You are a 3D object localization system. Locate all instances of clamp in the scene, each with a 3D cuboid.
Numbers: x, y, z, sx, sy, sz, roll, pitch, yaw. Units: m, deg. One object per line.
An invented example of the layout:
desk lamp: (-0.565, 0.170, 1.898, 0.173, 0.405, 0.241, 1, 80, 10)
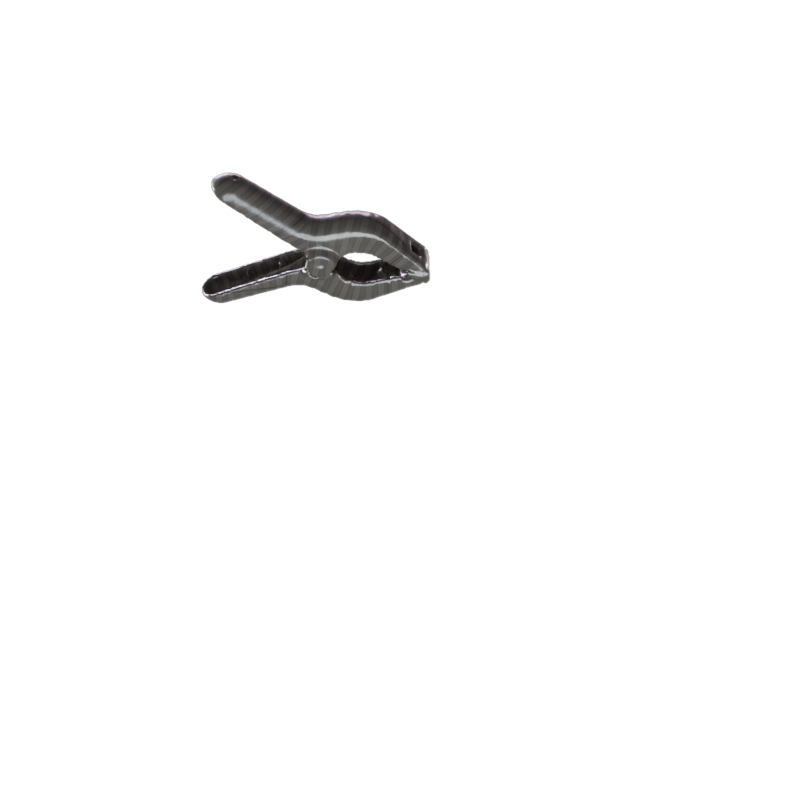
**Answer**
clamp: (-0.063, -0.115, 0.802, 0.171, 0.042, 0.112, 0, -36, 0)
